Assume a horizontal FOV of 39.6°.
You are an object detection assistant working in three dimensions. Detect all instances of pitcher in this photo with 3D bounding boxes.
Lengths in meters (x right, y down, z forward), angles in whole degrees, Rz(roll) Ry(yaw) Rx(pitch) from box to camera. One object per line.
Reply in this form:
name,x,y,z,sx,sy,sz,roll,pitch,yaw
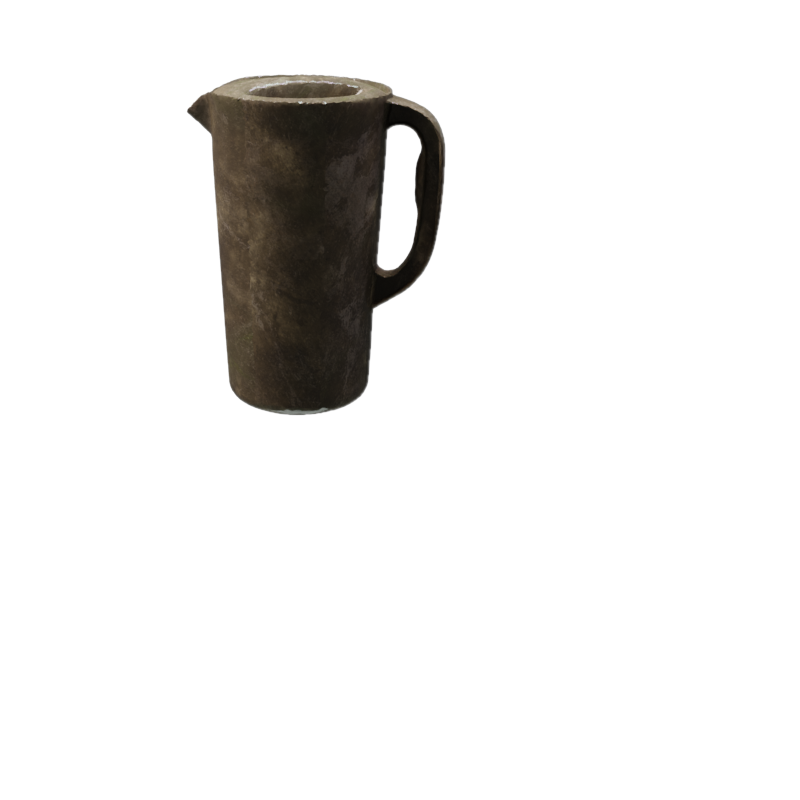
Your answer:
pitcher,-0.064,-0.117,0.822,0.142,0.233,0.159,-13,24,-35
